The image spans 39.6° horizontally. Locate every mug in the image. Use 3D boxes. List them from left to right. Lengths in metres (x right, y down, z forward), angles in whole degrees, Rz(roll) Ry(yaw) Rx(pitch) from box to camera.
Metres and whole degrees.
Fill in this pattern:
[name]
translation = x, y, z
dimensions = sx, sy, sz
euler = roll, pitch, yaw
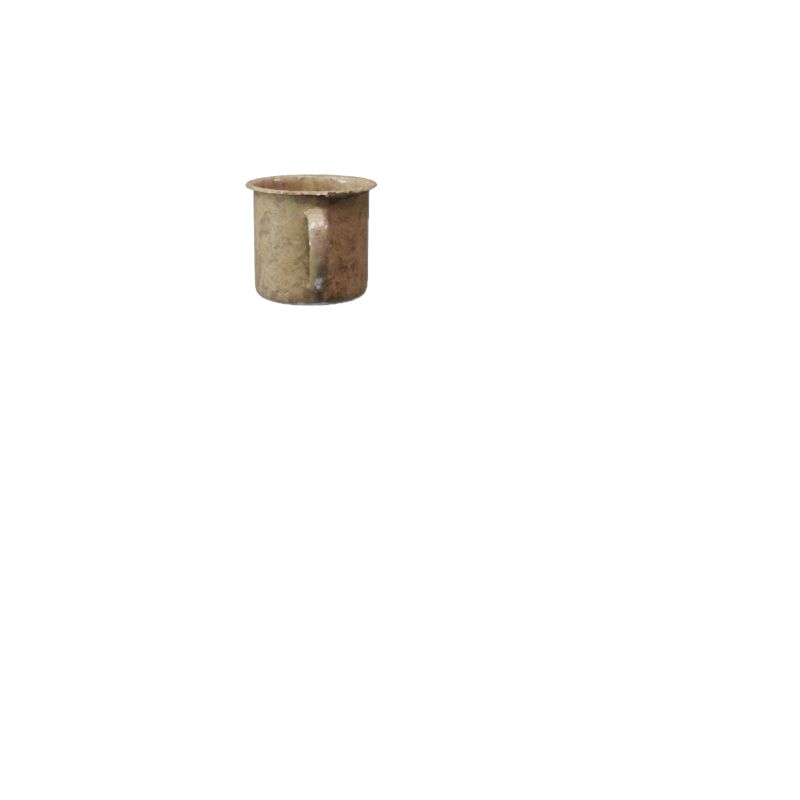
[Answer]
[mug]
translation = -0.061, -0.111, 0.780
dimensions = 0.092, 0.079, 0.122
euler = -2, 16, -10
